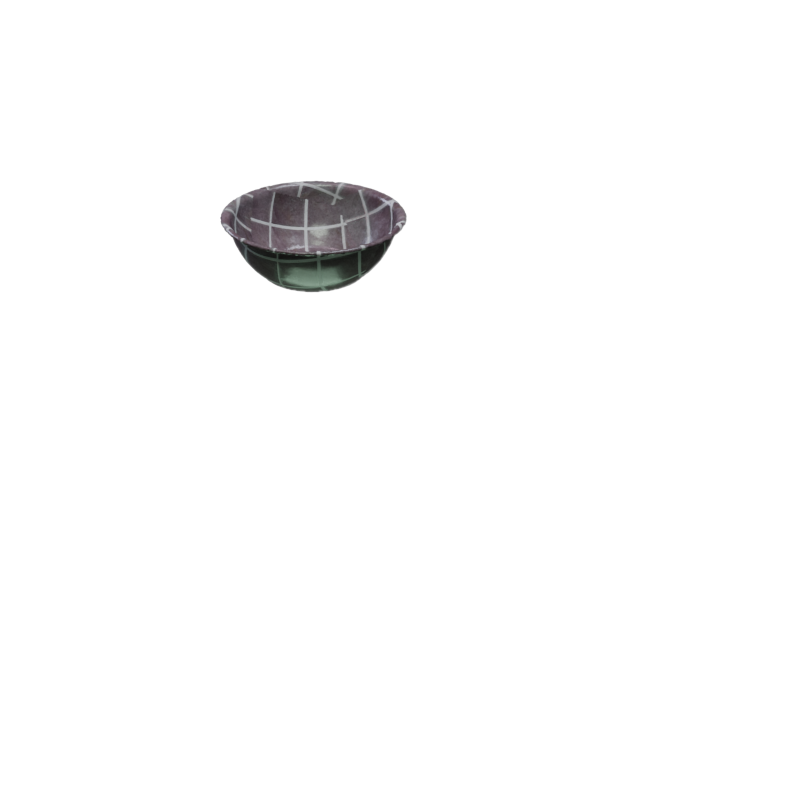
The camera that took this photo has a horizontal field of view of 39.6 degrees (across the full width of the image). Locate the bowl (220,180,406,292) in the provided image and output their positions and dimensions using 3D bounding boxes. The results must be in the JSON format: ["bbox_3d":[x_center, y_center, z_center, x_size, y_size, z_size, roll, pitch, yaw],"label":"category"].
[{"bbox_3d":[-0.076,-0.139,0.974,0.162,0.052,0.172,-1,30,-2],"label":"bowl"}]
